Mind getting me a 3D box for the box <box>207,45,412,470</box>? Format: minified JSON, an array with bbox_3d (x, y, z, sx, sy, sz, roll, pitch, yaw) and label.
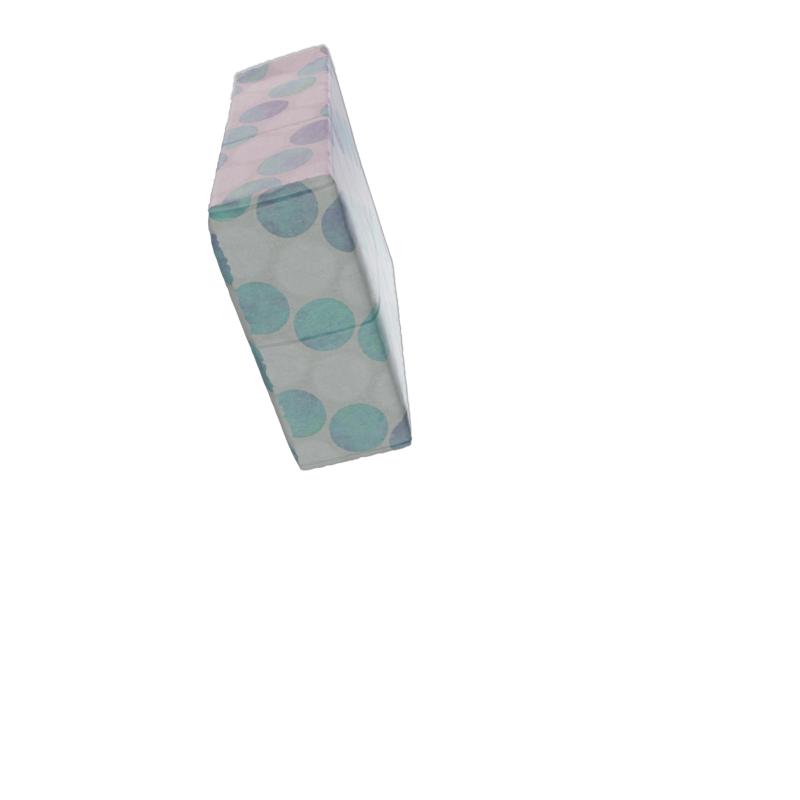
[{"bbox_3d":[-0.051,-0.092,0.646,0.072,0.154,0.227,-15,31,5],"label":"box"}]
